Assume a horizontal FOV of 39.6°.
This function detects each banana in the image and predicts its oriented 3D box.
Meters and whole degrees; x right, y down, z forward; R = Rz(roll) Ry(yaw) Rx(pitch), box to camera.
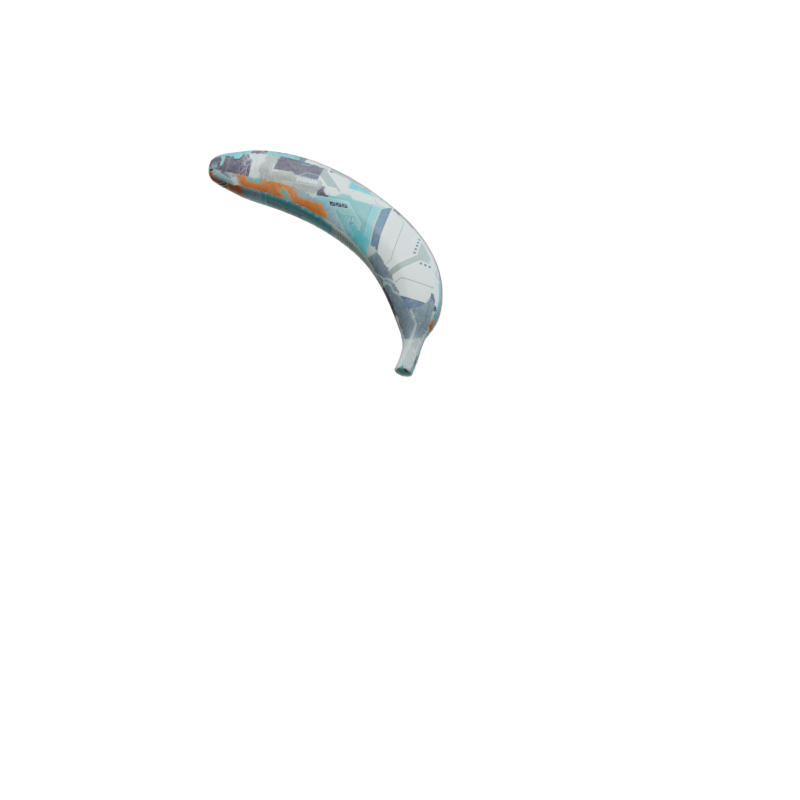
[{"bbox_3d":[-0.037,-0.104,0.683,0.070,0.211,0.034,-33,-28,-21],"label":"banana"}]
